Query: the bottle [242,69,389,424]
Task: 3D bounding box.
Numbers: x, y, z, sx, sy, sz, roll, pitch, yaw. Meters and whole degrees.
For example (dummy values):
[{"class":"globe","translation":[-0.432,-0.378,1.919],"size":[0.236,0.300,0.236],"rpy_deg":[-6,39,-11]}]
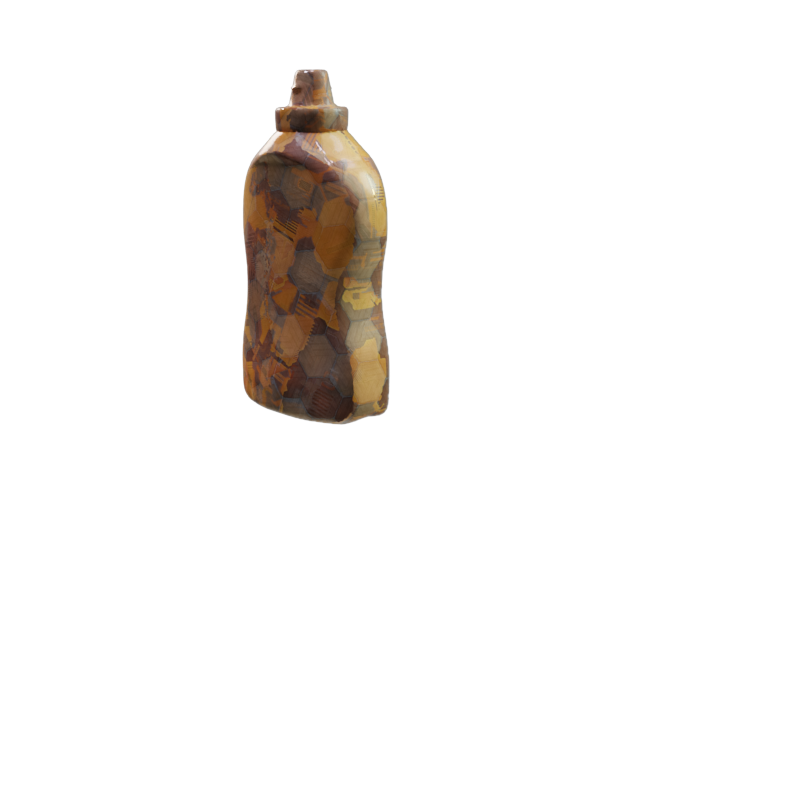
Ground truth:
[{"class":"bottle","translation":[-0.049,-0.089,0.625],"size":[0.057,0.188,0.101],"rpy_deg":[-7,11,-42]}]
